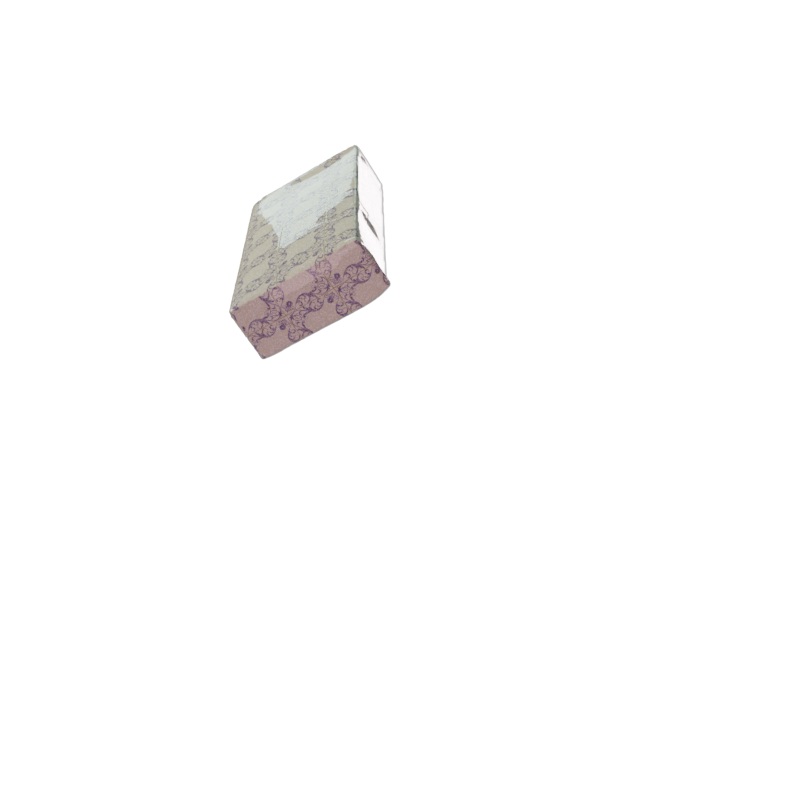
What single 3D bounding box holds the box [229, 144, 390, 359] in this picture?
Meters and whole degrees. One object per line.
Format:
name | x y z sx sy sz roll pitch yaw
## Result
box | -0.058 -0.105 0.732 0.093 0.045 0.187 -28 29 12
